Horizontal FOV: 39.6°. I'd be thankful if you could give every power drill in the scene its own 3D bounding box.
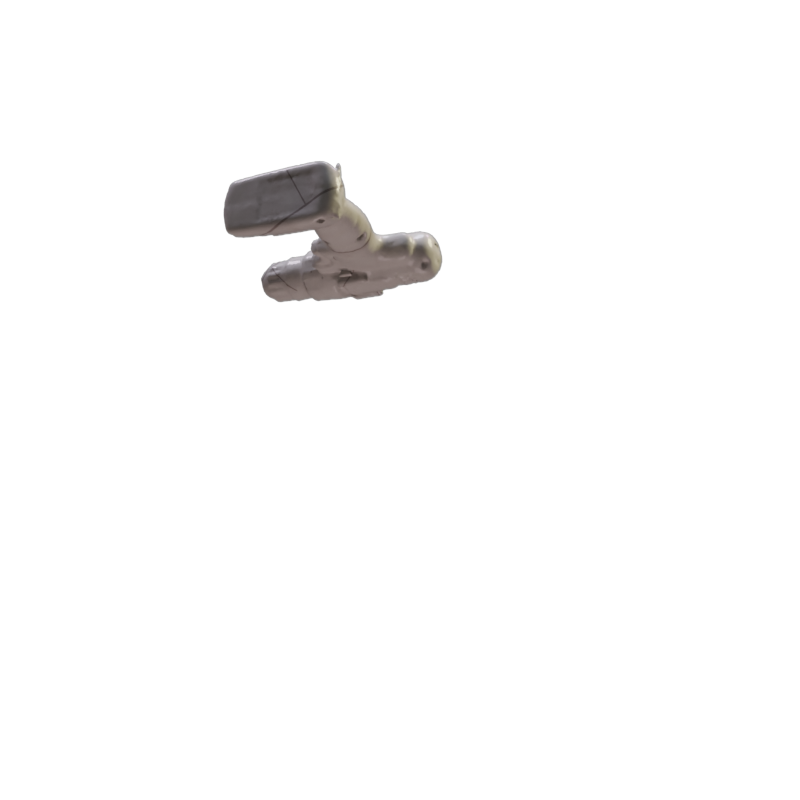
[{"bbox_3d":[-0.078,-0.142,0.993,0.188,0.060,0.175,-9,-19,25],"label":"power drill"}]
